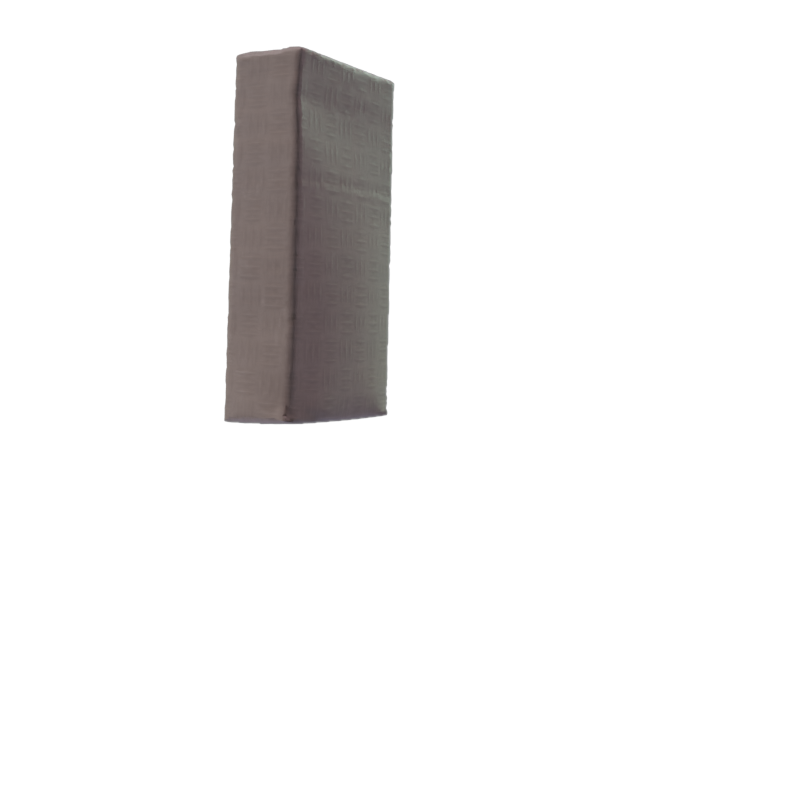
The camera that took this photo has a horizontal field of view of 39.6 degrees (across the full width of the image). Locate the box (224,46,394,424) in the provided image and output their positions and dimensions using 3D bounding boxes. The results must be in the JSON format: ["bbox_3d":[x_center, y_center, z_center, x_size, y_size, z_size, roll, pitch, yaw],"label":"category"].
[{"bbox_3d":[-0.043,-0.079,0.552,0.049,0.178,0.089,-3,-4,30],"label":"box"}]
